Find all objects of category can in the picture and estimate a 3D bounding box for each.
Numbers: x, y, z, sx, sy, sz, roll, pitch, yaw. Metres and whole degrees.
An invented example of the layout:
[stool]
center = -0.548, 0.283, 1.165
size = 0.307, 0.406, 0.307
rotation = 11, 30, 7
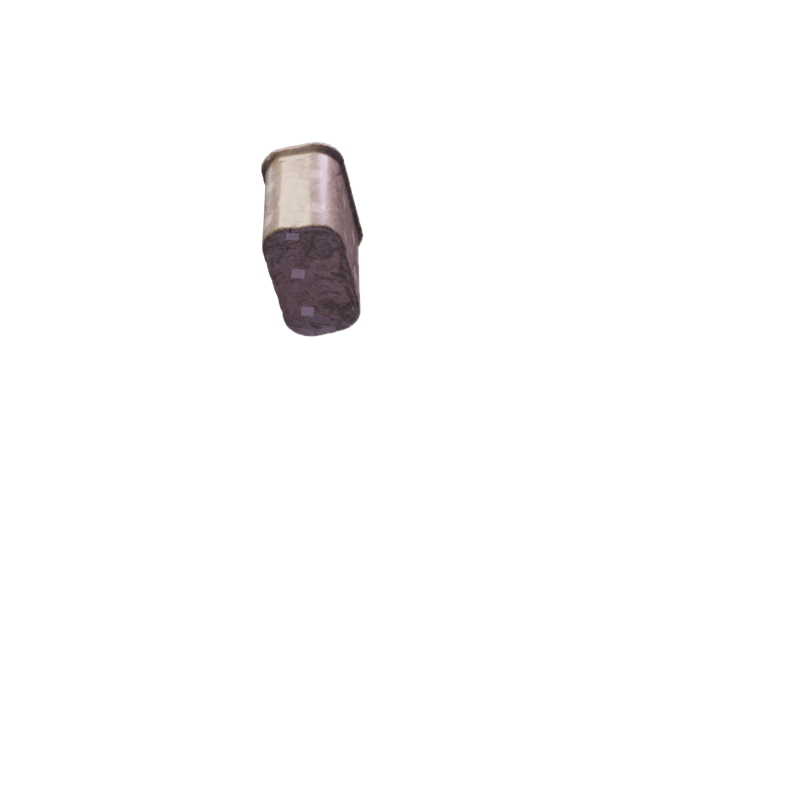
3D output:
[can]
center = -0.058, -0.106, 0.741
size = 0.058, 0.090, 0.094
rotation = -9, -45, 6
